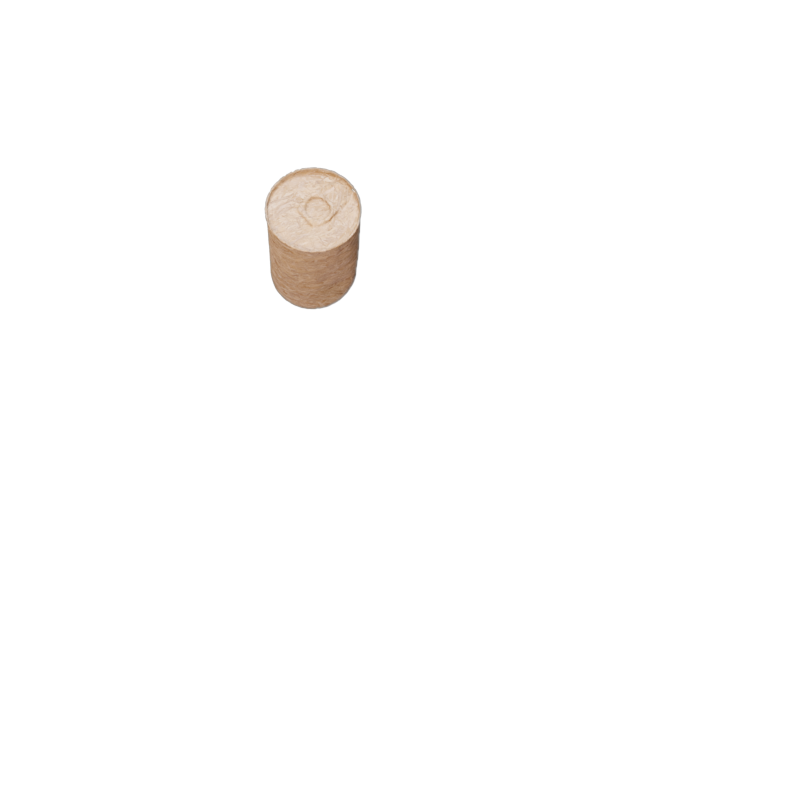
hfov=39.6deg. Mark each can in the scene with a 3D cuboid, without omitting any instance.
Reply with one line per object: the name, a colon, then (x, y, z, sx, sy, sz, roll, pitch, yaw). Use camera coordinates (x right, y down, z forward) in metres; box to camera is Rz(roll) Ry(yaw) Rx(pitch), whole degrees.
can: (-0.064, -0.117, 0.818, 0.068, 0.072, 0.097, 0, -22, -3)
